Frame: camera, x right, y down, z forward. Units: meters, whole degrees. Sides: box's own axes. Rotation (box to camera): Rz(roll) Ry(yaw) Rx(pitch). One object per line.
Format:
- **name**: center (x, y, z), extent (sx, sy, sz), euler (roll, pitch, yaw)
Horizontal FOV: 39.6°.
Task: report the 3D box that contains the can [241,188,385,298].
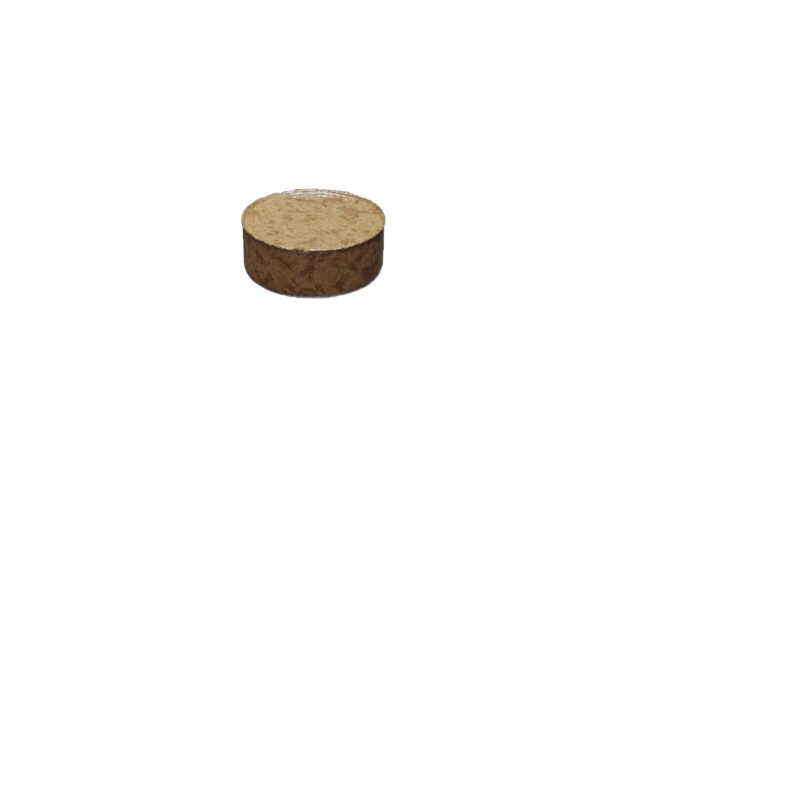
- **can**: center (-0.052, -0.095, 0.664), extent (0.086, 0.032, 0.091), euler (-1, 32, -2)
